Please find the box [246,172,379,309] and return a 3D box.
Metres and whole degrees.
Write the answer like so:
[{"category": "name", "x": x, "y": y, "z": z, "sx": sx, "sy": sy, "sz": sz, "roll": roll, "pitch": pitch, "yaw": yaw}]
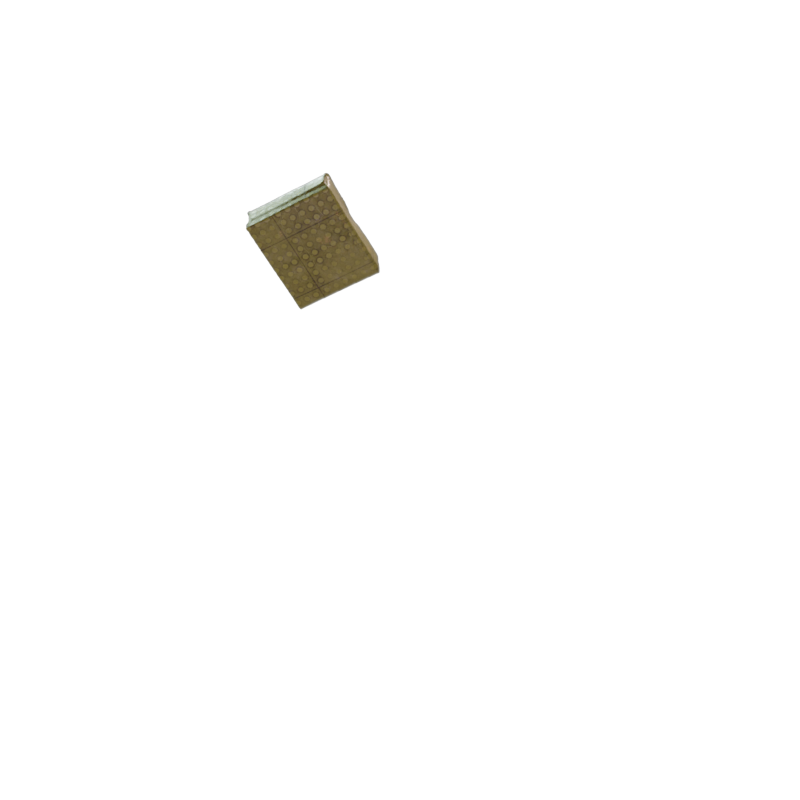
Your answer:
[{"category": "box", "x": -0.068, "y": -0.125, "z": 0.873, "sx": 0.073, "sy": 0.084, "sz": 0.032, "roll": -25, "pitch": 28, "yaw": 14}]
